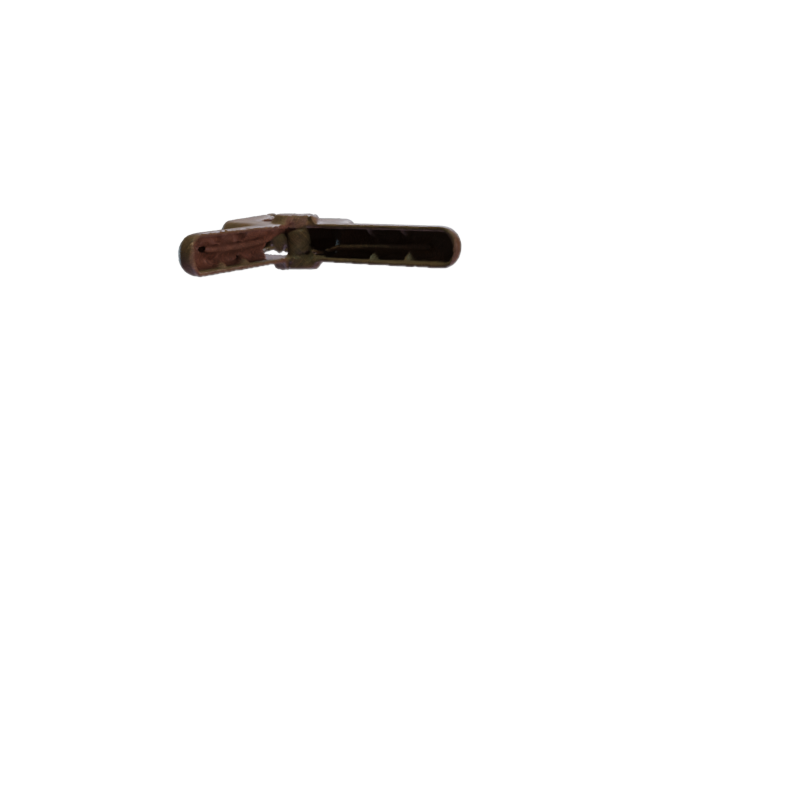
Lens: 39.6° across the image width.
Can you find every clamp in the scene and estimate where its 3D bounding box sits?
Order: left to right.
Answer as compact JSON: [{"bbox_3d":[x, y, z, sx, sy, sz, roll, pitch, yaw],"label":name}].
[{"bbox_3d":[-0.057,-0.103,0.722,0.163,0.036,0.215,-1,12,-6],"label":"clamp"}]
